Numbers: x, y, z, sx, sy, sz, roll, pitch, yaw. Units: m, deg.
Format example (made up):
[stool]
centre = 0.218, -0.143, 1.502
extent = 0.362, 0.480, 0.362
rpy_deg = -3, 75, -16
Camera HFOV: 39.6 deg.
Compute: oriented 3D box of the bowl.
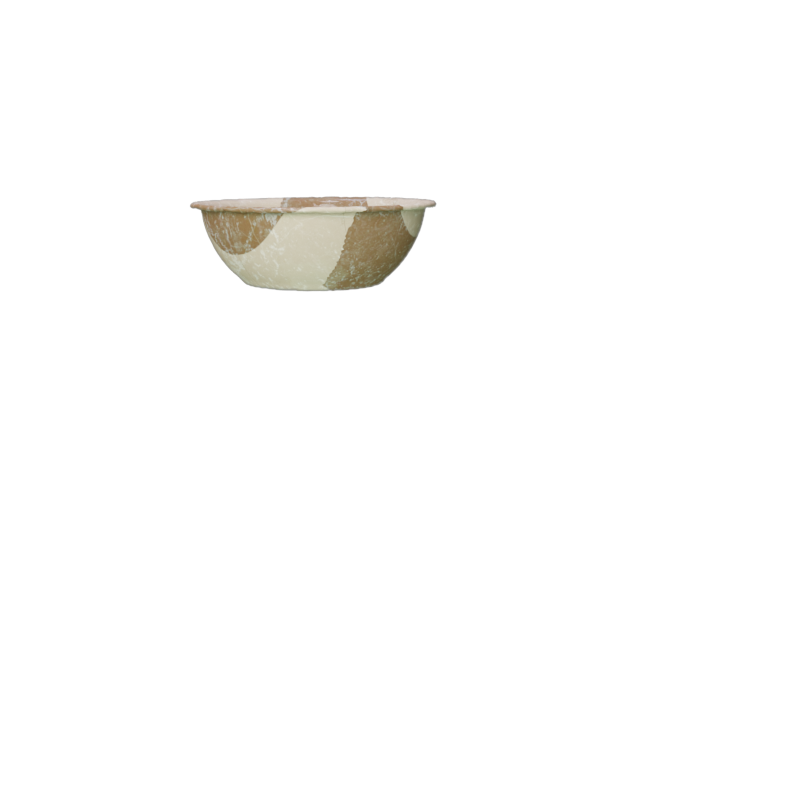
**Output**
[bowl]
centre = -0.057, -0.104, 0.730
extent = 0.162, 0.054, 0.166
rpy_deg = 0, 12, -2
